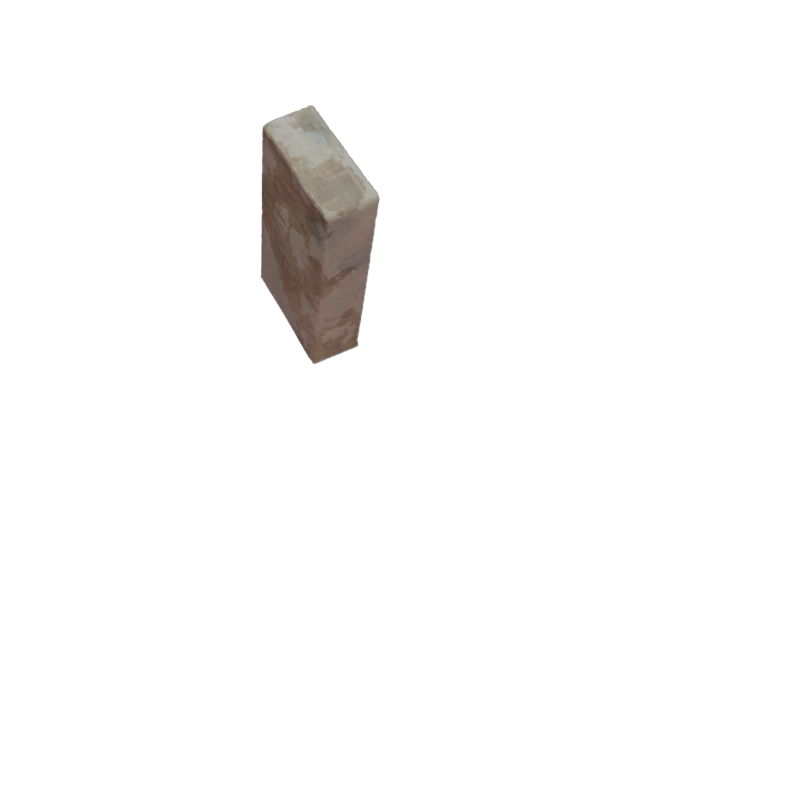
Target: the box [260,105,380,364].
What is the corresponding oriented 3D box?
[{"bbox_3d":[-0.061,-0.111,0.774,0.048,0.100,0.165,-24,-27,-17],"label":"box"}]
